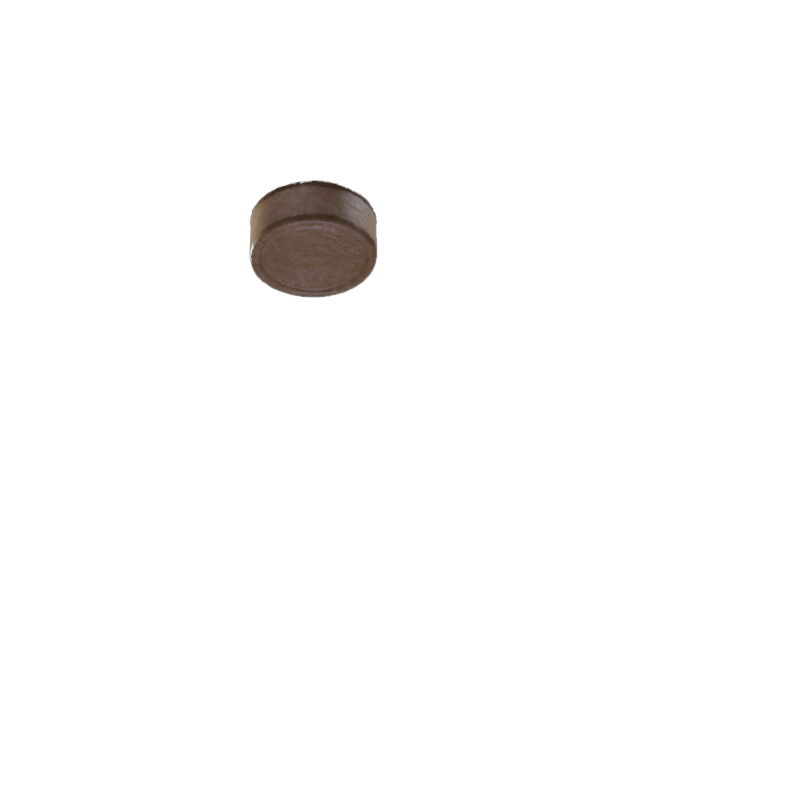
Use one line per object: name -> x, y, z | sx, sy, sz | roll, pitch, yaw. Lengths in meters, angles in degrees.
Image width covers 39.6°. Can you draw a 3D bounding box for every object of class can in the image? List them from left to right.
can -> -0.058, -0.105, 0.738 | 0.086, 0.036, 0.080 | 1, -34, -2
